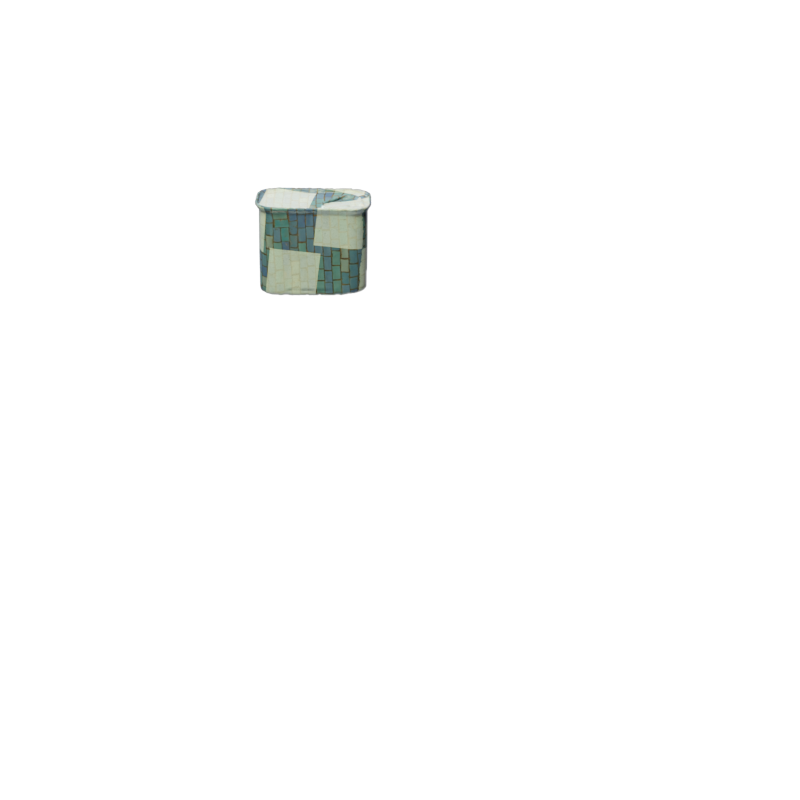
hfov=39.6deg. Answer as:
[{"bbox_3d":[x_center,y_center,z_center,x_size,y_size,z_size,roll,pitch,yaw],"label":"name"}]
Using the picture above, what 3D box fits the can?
[{"bbox_3d":[-0.078,-0.142,0.992,0.102,0.080,0.060,1,23,0],"label":"can"}]
